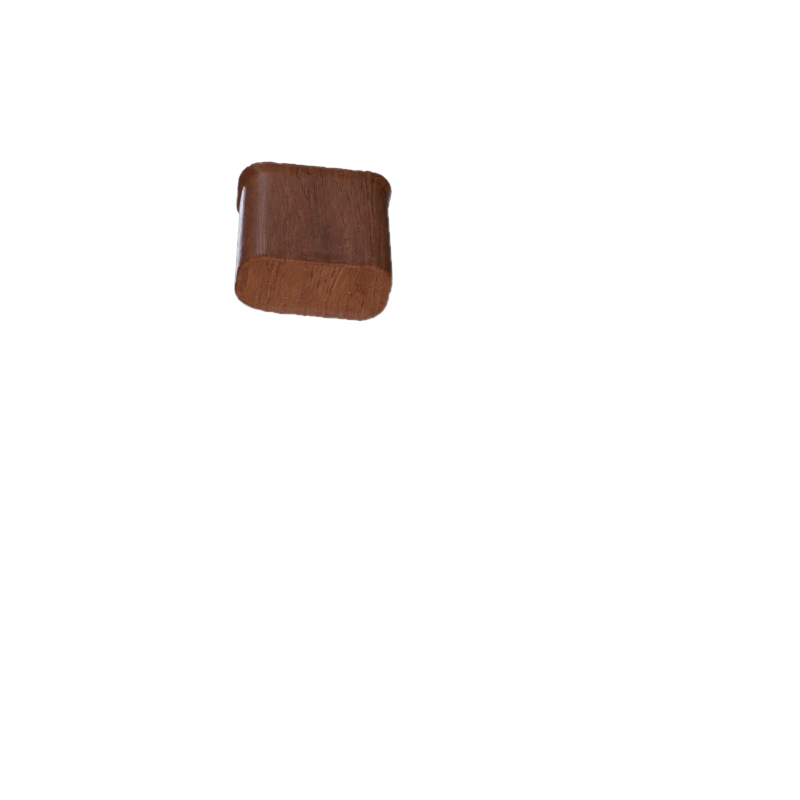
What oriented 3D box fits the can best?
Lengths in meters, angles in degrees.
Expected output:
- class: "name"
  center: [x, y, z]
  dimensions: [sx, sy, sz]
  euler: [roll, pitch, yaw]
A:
- class: "can"
  center: [-0.055, -0.101, 0.708]
  dimensions: [0.101, 0.090, 0.054]
  euler: [4, -41, -7]
